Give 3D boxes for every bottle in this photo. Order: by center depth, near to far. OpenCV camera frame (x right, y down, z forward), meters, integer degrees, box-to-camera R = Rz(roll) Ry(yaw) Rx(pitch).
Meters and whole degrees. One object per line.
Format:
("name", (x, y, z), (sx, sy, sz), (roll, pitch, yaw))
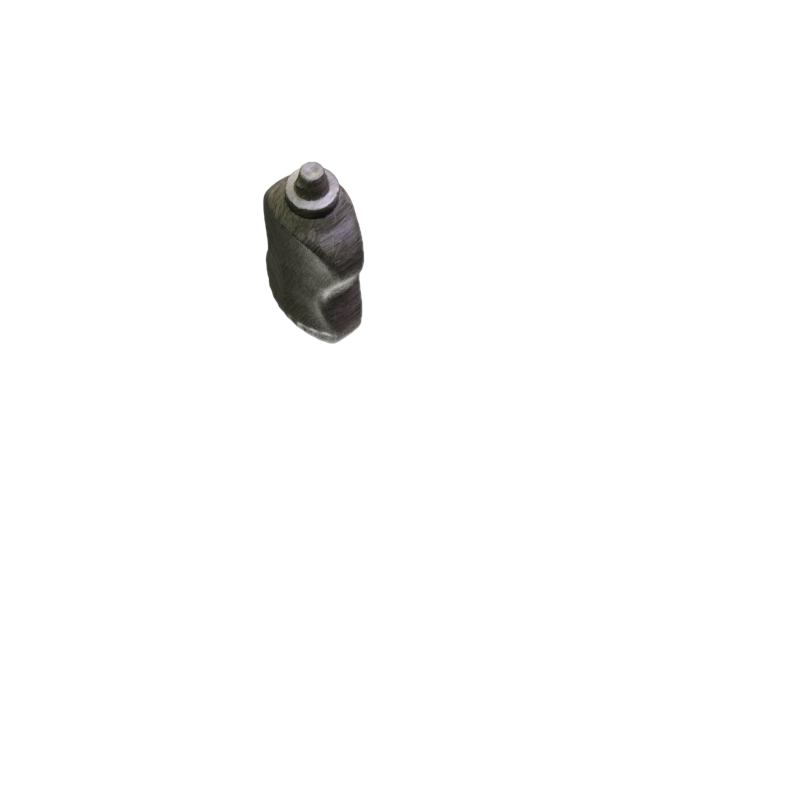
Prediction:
("bottle", (-0.069, -0.125, 0.878), (0.059, 0.102, 0.180), (-33, -21, -19))
